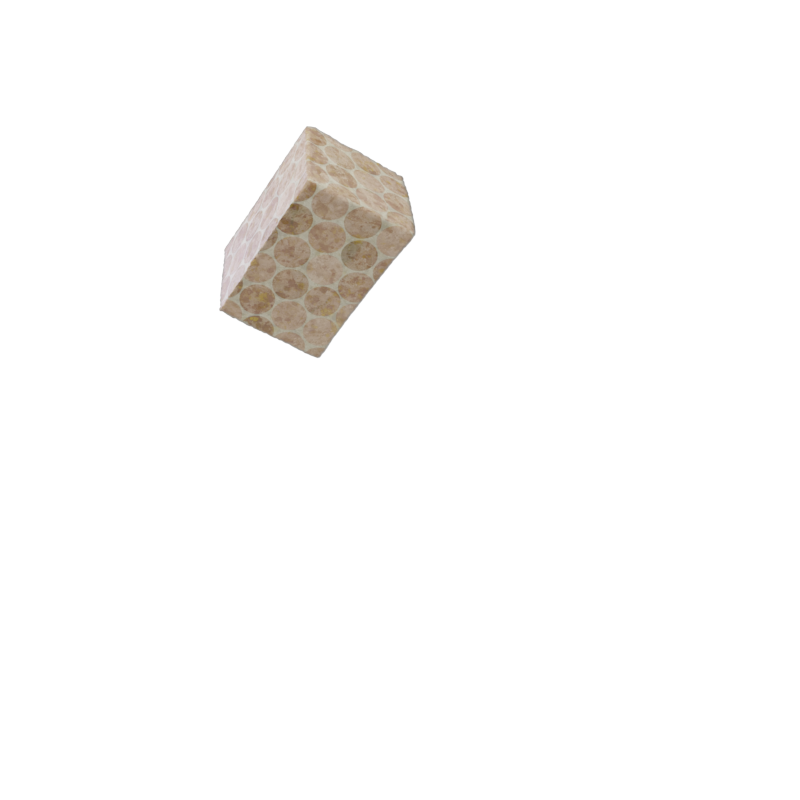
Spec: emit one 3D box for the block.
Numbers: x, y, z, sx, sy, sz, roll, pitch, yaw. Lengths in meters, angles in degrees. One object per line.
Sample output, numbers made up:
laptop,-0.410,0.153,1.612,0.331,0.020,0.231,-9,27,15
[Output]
block,-0.038,-0.069,0.483,0.051,0.076,0.055,27,31,-21
